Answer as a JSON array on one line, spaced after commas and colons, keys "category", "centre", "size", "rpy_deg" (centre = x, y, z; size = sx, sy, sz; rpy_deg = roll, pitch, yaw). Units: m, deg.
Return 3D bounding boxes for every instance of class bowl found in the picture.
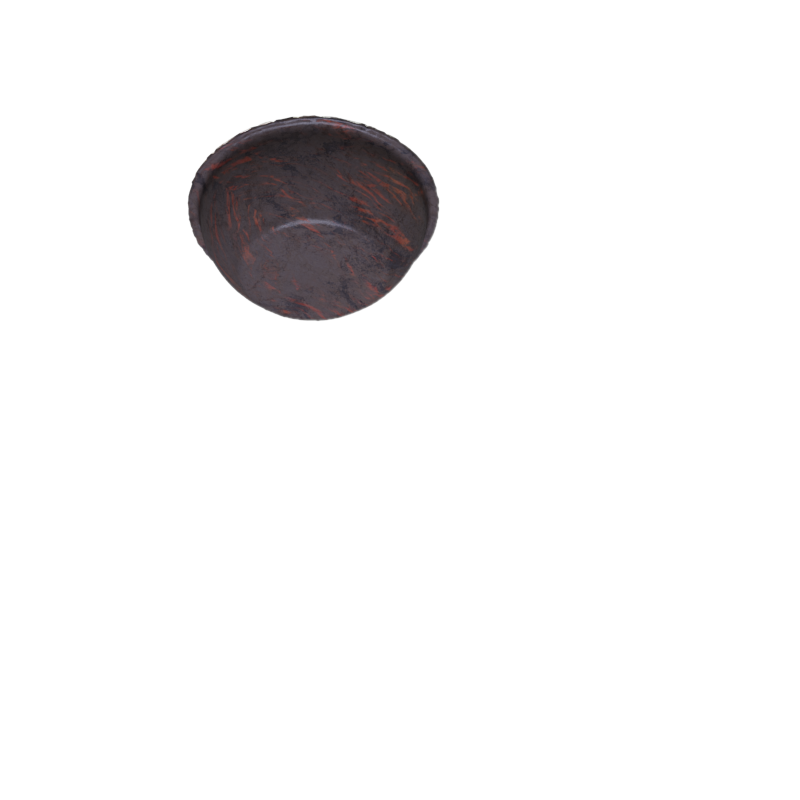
[{"category": "bowl", "centre": [-0.054, -0.099, 0.694], "size": [0.162, 0.059, 0.151], "rpy_deg": [1, -40, -1]}]
